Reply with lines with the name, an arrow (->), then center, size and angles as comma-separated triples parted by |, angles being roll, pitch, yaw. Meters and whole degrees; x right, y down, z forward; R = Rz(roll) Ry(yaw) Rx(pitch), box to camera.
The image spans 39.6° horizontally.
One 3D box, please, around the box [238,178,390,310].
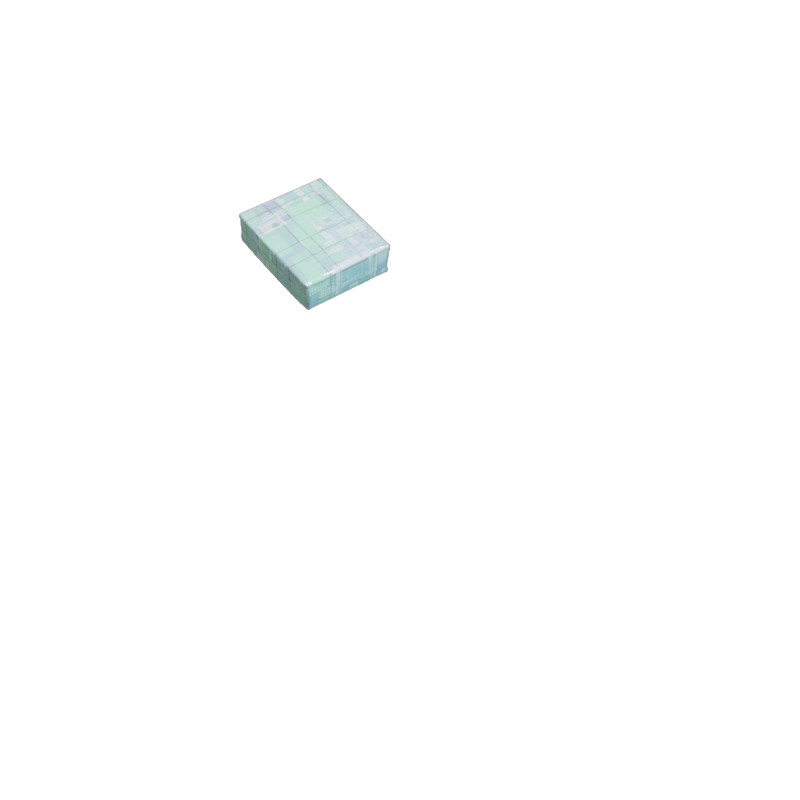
box -> -0.077, -0.141, 0.988 | 0.090, 0.036, 0.122 | -28, 55, -22
